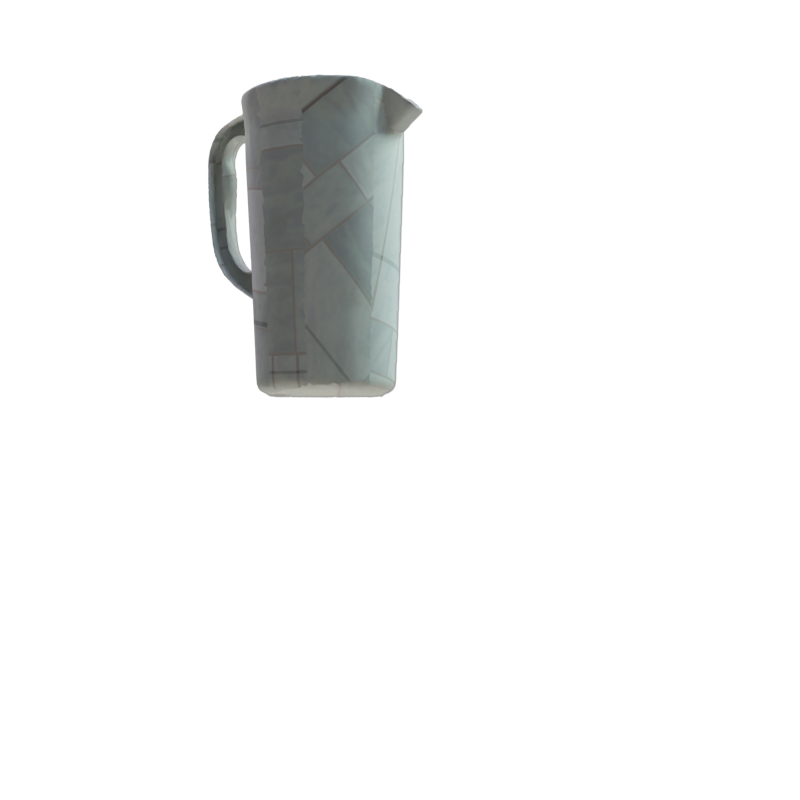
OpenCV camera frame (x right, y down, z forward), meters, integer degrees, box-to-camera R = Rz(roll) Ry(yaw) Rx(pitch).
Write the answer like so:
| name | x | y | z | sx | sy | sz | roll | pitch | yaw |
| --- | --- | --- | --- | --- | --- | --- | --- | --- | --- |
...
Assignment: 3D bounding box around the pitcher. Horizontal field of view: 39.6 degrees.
| name | x | y | z | sx | sy | sz | roll | pitch | yaw |
| --- | --- | --- | --- | --- | --- | --- | --- | --- | --- |
| pitcher | -0.069 | -0.125 | 0.876 | 0.141 | 0.248 | 0.150 | 2 | -7 | -20 |
